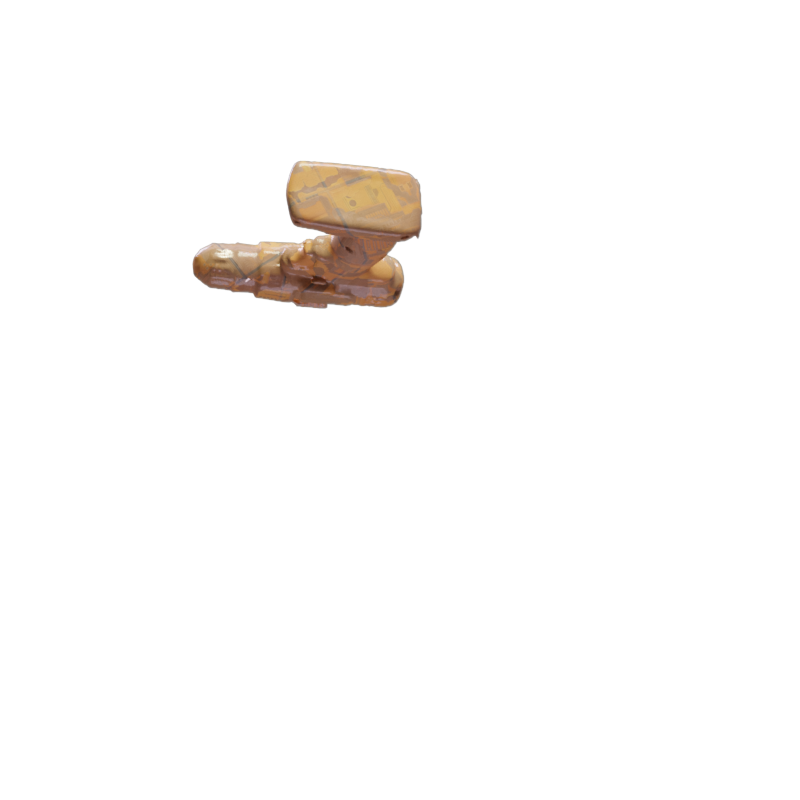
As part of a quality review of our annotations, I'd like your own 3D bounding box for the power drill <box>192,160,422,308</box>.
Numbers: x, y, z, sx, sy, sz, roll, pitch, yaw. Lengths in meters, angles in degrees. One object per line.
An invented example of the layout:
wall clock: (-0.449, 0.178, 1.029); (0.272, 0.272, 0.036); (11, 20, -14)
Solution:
power drill: (-0.071, -0.129, 0.905); (0.181, 0.060, 0.183); (3, -16, -13)
